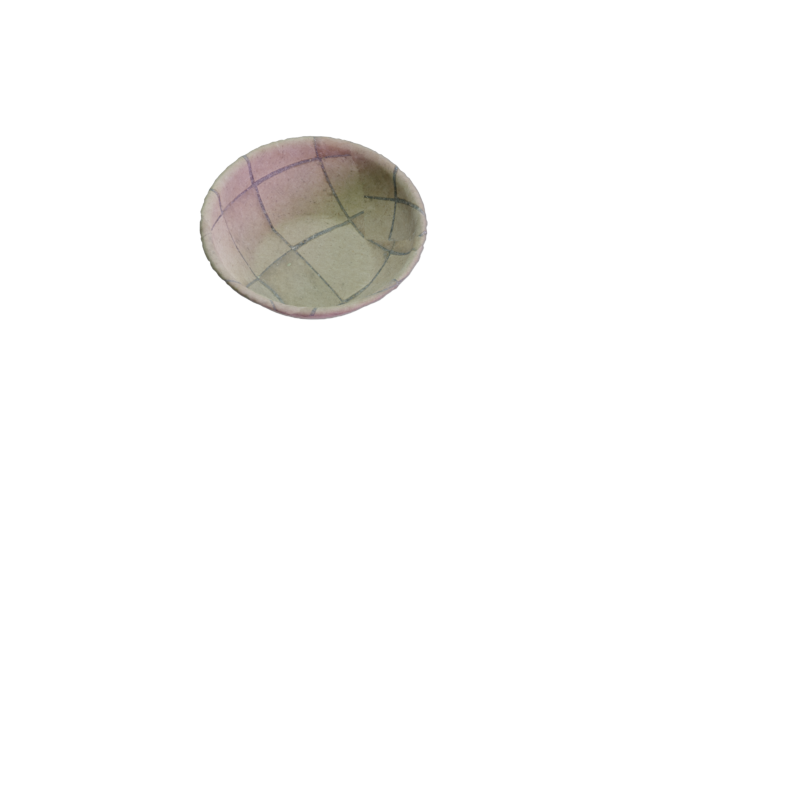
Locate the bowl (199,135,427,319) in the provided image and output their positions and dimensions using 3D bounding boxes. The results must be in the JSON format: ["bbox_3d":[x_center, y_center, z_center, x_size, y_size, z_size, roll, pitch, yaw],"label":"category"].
[{"bbox_3d":[-0.063,-0.115,0.807,0.162,0.173,0.051,-1,-34,-1],"label":"bowl"}]
